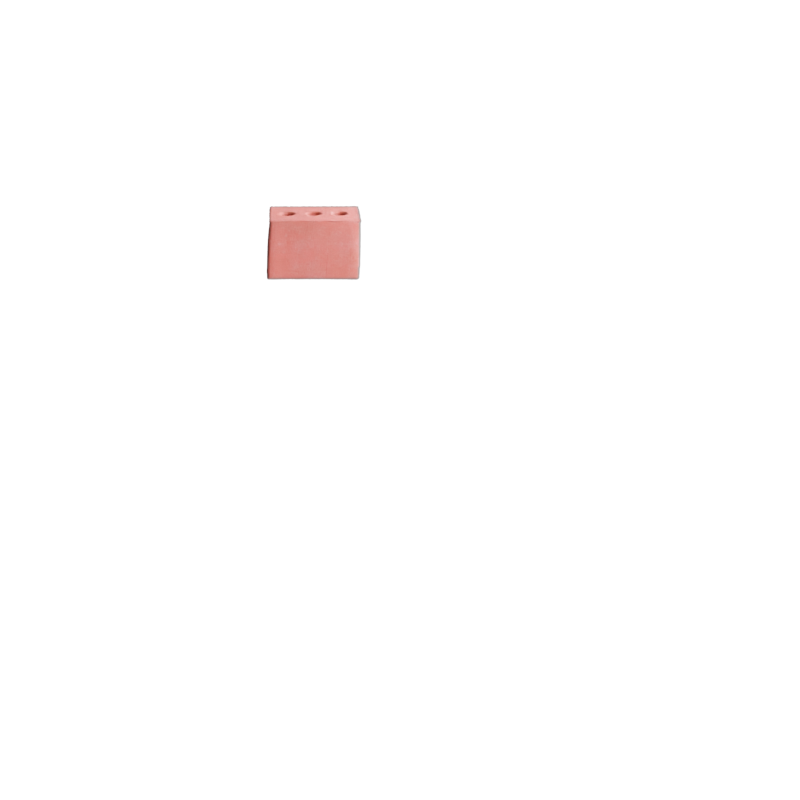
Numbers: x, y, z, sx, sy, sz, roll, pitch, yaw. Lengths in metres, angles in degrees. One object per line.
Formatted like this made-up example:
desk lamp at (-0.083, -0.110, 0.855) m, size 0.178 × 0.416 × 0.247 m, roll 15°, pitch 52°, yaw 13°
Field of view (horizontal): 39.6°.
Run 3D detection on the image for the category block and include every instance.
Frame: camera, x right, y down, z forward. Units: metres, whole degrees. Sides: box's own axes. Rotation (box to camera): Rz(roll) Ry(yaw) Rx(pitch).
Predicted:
block at (-0.073, -0.134, 0.935) m, size 0.078 × 0.049 × 0.055 m, roll -1°, pitch 21°, yaw -3°
